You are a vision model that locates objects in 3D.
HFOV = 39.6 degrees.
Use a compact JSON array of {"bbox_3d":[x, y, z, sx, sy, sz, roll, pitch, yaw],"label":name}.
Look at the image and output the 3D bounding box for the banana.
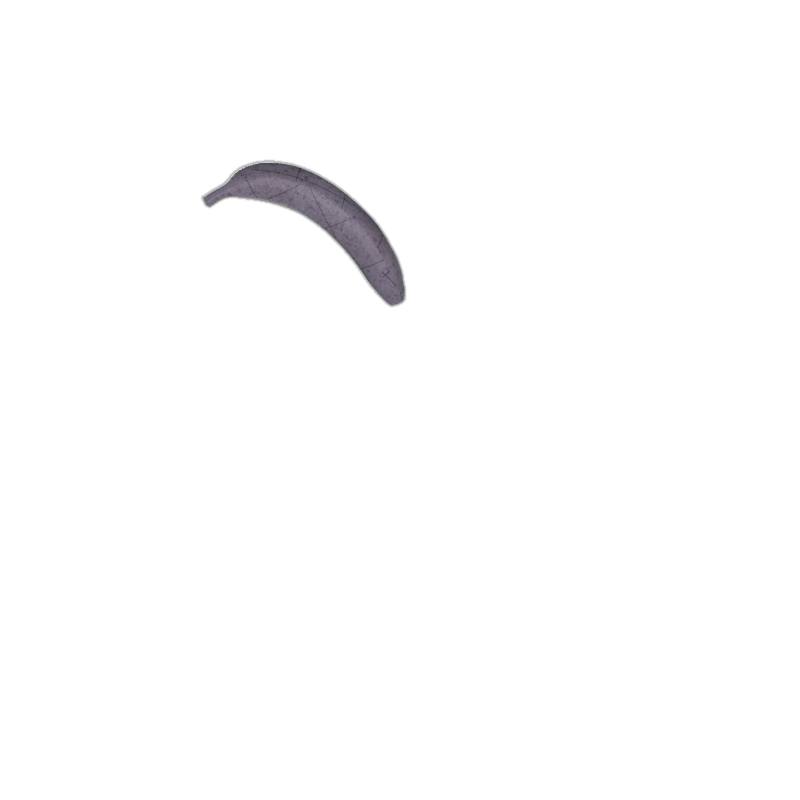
[{"bbox_3d":[-0.070,-0.156,0.967,0.195,0.069,0.038,28,10,-5],"label":"banana"}]
